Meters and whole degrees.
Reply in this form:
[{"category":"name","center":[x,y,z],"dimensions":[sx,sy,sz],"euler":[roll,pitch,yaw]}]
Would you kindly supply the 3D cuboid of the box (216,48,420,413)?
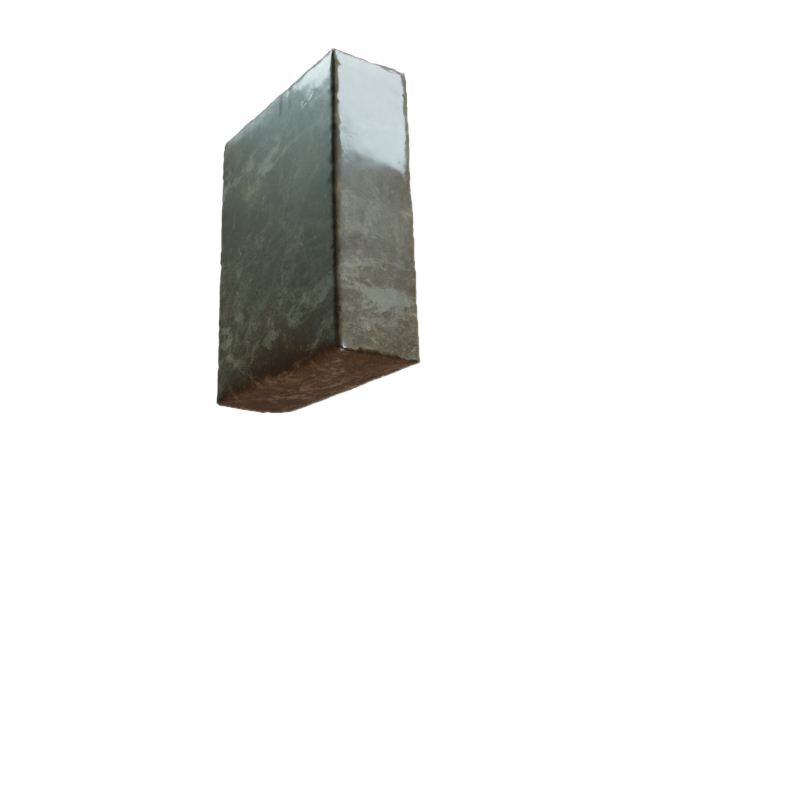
[{"category":"box","center":[-0.061,-0.112,0.782],"dimensions":[0.068,0.225,0.164],"euler":[13,-24,-33]}]
